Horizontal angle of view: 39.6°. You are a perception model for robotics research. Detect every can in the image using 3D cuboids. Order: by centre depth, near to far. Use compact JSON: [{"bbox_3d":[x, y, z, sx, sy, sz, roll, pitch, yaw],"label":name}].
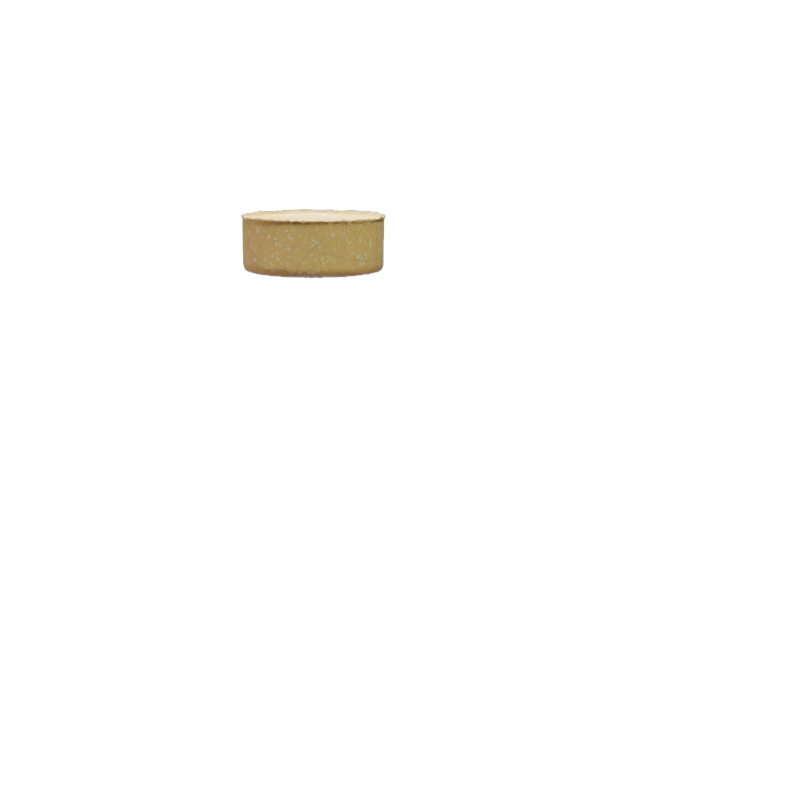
[{"bbox_3d":[-0.052,-0.095,0.662,0.086,0.033,0.088,0,13,-2],"label":"can"}]
